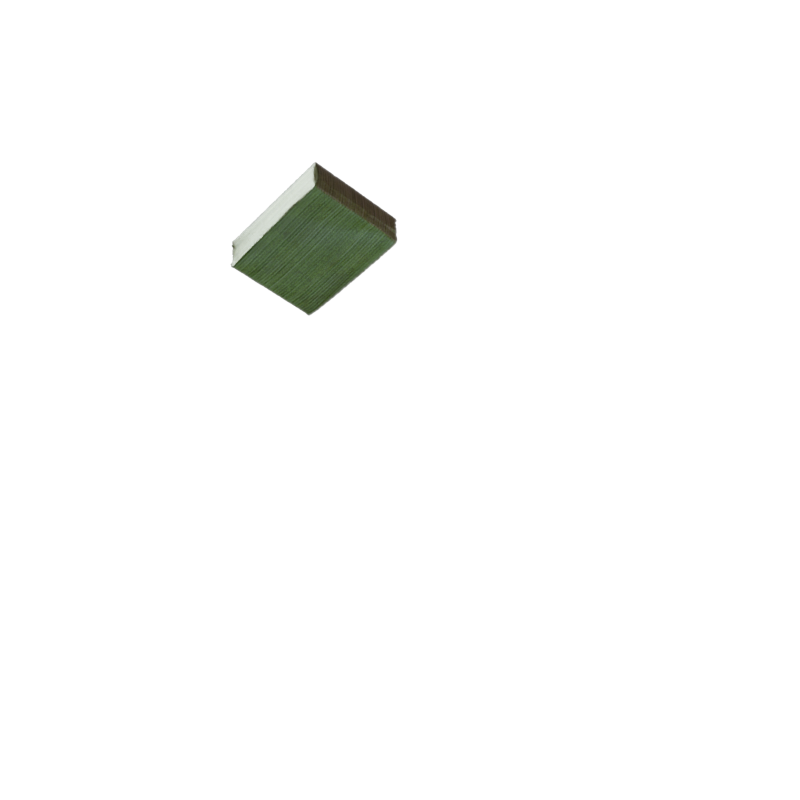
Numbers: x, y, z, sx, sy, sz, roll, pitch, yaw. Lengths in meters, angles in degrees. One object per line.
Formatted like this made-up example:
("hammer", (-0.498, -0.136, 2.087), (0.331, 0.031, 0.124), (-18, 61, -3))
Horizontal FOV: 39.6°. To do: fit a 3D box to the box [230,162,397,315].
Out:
("box", (-0.072, -0.131, 0.919), (0.085, 0.042, 0.112), (35, -58, -26))
